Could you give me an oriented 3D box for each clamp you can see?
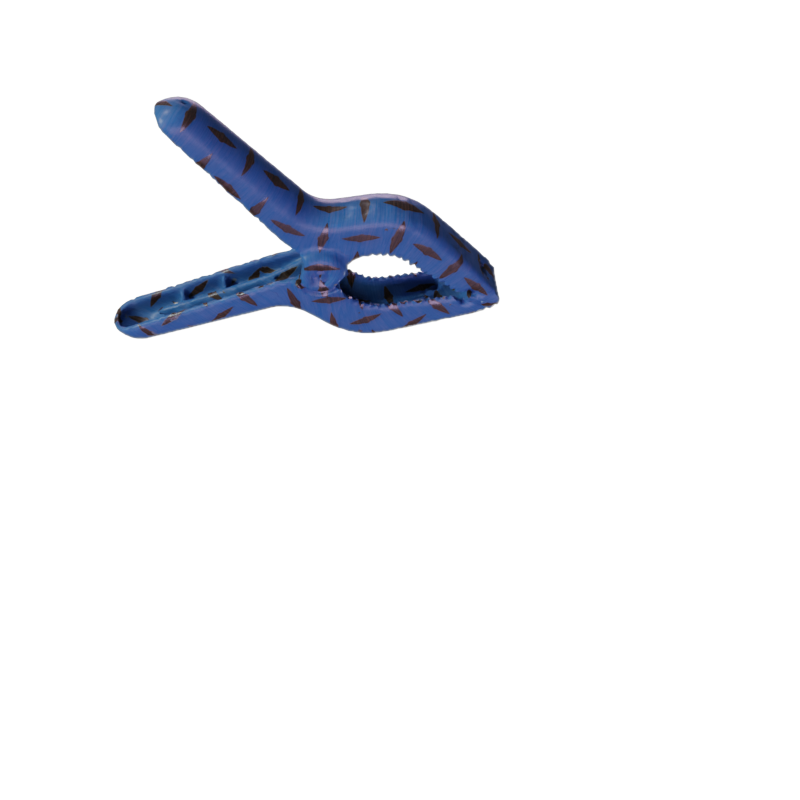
[{"bbox_3d":[-0.046,-0.085,0.592,0.208,0.039,0.155,5,-42,-6],"label":"clamp"}]
